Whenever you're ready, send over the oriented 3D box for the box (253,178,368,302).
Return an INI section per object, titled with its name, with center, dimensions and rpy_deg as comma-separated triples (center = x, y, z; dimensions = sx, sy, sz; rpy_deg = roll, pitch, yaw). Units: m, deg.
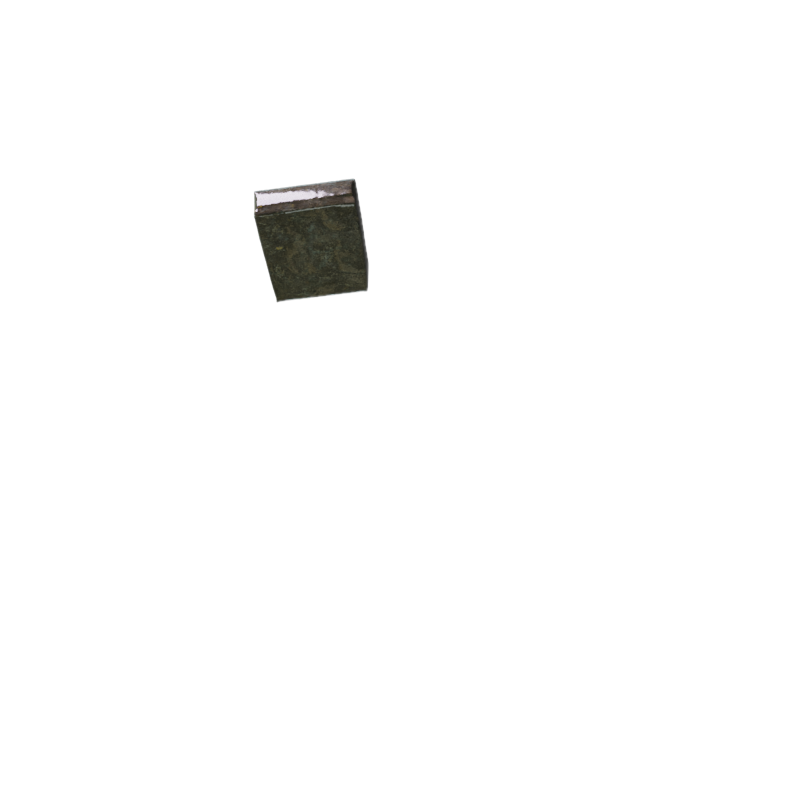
[box]
center = -0.077, -0.141, 0.989
dimensions = 0.090, 0.042, 0.105
rpy_deg = -5, -45, 4
